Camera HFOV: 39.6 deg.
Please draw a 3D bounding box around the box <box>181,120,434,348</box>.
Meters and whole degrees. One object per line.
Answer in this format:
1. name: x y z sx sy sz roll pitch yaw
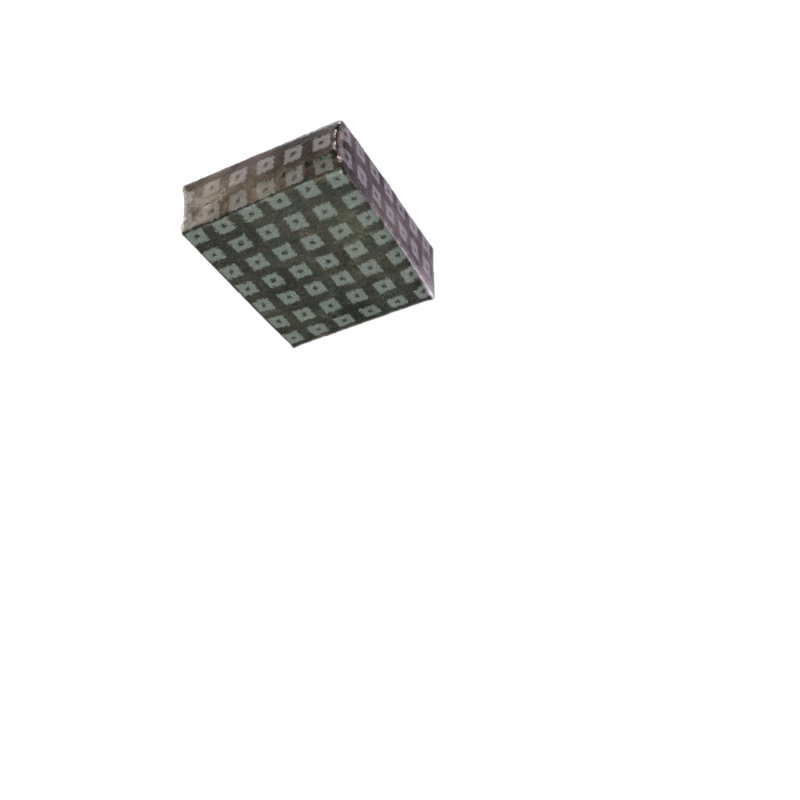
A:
1. box: -0.044 -0.080 0.562 0.091 0.042 0.105 -18 -42 20
